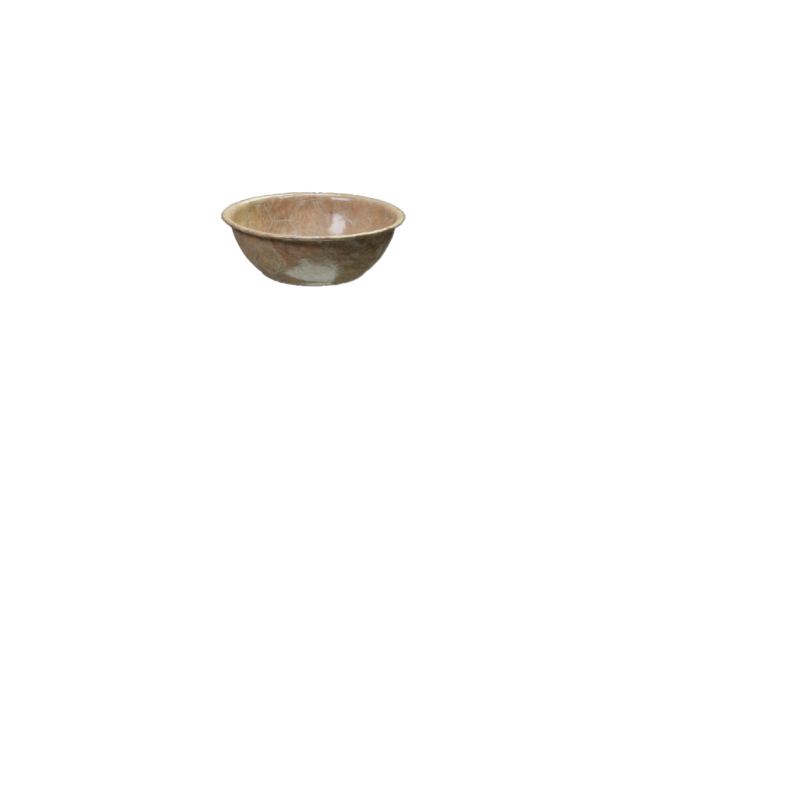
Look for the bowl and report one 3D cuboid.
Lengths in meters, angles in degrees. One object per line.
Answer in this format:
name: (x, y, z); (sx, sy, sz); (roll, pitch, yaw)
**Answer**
bowl: (-0.077, -0.140, 0.981); (0.162, 0.053, 0.170); (-1, 23, -2)
